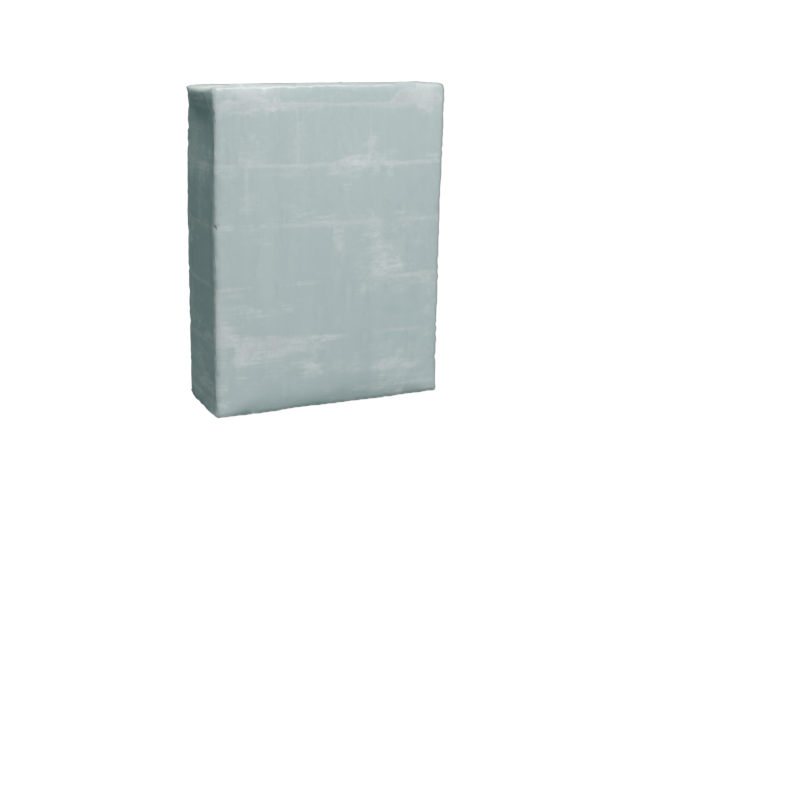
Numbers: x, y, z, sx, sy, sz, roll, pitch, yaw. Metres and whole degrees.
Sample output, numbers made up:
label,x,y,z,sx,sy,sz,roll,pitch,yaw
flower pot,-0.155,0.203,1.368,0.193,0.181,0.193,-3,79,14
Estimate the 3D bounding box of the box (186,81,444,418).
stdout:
label,x,y,z,sx,sy,sz,roll,pitch,yaw
box,-0.059,-0.107,0.750,0.160,0.209,0.075,-5,12,-25
